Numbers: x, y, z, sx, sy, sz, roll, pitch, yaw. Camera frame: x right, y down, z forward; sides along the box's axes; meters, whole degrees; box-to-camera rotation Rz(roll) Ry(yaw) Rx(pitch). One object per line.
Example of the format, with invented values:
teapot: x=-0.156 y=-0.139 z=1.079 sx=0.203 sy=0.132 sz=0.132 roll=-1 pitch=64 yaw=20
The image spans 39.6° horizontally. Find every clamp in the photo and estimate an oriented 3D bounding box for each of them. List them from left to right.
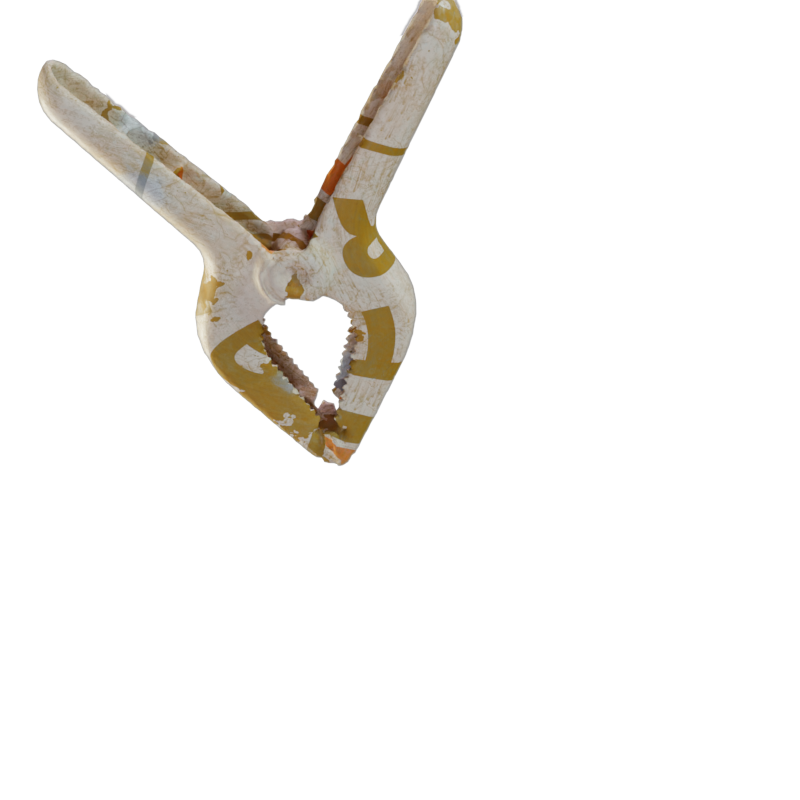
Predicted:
clamp: x=-0.036 y=-0.066 z=0.461 sx=0.165 sy=0.197 sz=0.039 roll=-15 pitch=28 yaw=8
